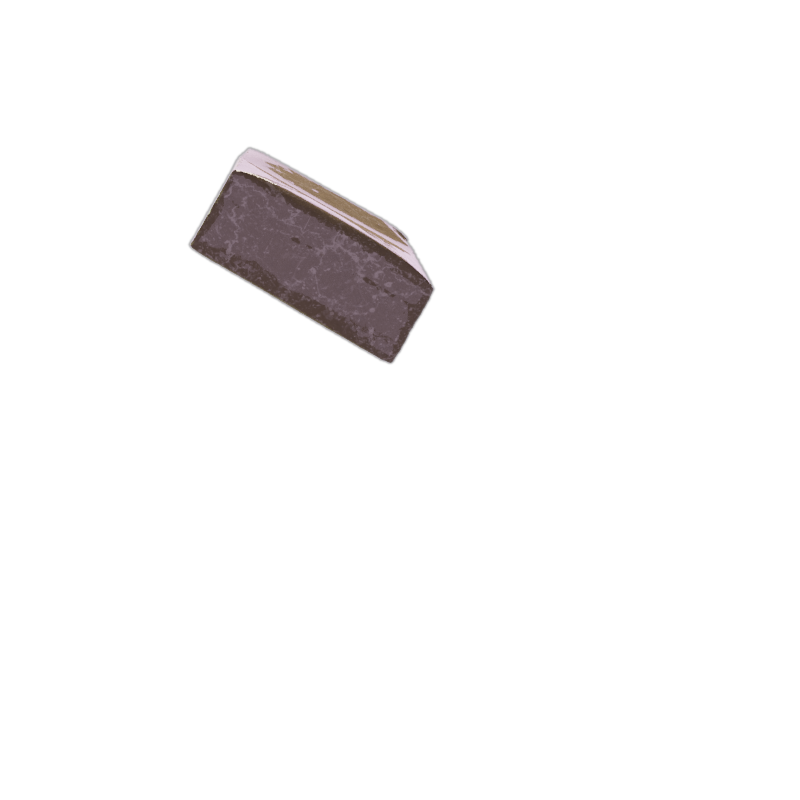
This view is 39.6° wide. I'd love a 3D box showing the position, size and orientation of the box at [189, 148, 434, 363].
[{"bbox_3d":[-0.067,-0.122,0.855,0.161,0.071,0.221,29,12,-10],"label":"box"}]
